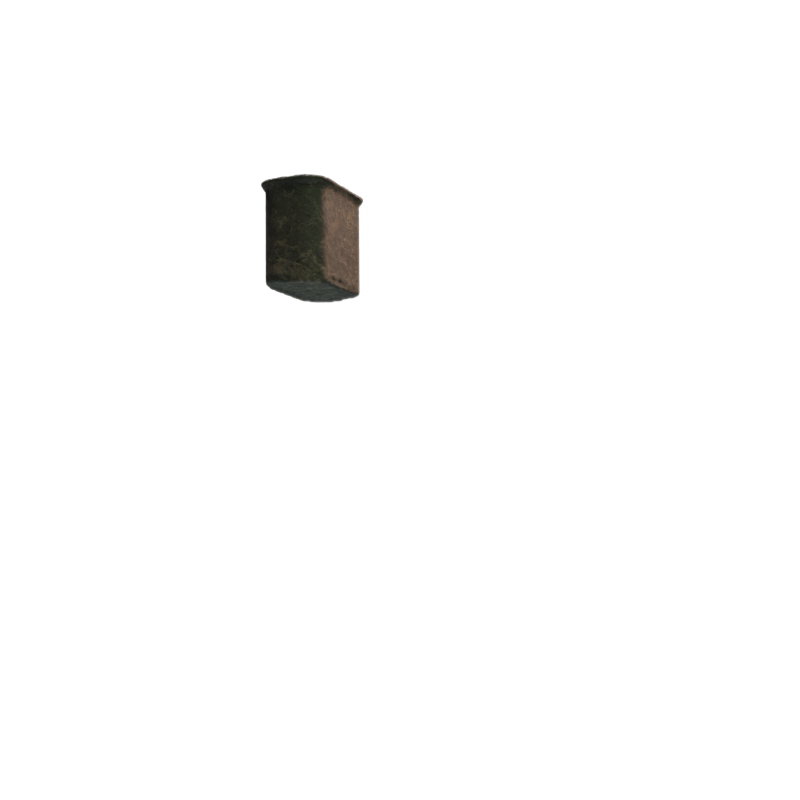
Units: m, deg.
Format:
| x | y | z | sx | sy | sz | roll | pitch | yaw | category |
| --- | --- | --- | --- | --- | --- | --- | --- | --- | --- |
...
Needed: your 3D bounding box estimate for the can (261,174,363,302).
| x | y | z | sx | sy | sz | roll | pitch | yaw | category |
| --- | --- | --- | --- | --- | --- | --- | --- | --- | --- |
| -0.070 | -0.127 | 0.888 | 0.059 | 0.086 | 0.097 | -5 | -9 | 22 | can |
